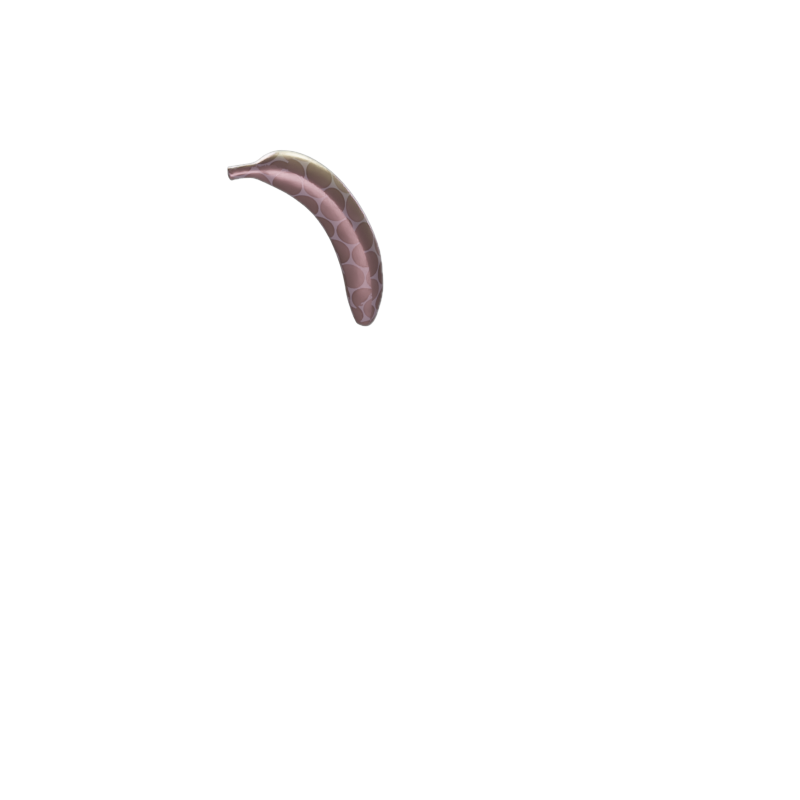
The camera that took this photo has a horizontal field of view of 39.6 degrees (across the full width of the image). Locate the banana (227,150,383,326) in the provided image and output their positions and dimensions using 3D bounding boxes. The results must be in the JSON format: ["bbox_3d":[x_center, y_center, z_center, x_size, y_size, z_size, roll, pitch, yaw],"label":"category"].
[{"bbox_3d":[-0.062,-0.148,0.947,0.069,0.186,0.039,-33,26,18],"label":"banana"}]
